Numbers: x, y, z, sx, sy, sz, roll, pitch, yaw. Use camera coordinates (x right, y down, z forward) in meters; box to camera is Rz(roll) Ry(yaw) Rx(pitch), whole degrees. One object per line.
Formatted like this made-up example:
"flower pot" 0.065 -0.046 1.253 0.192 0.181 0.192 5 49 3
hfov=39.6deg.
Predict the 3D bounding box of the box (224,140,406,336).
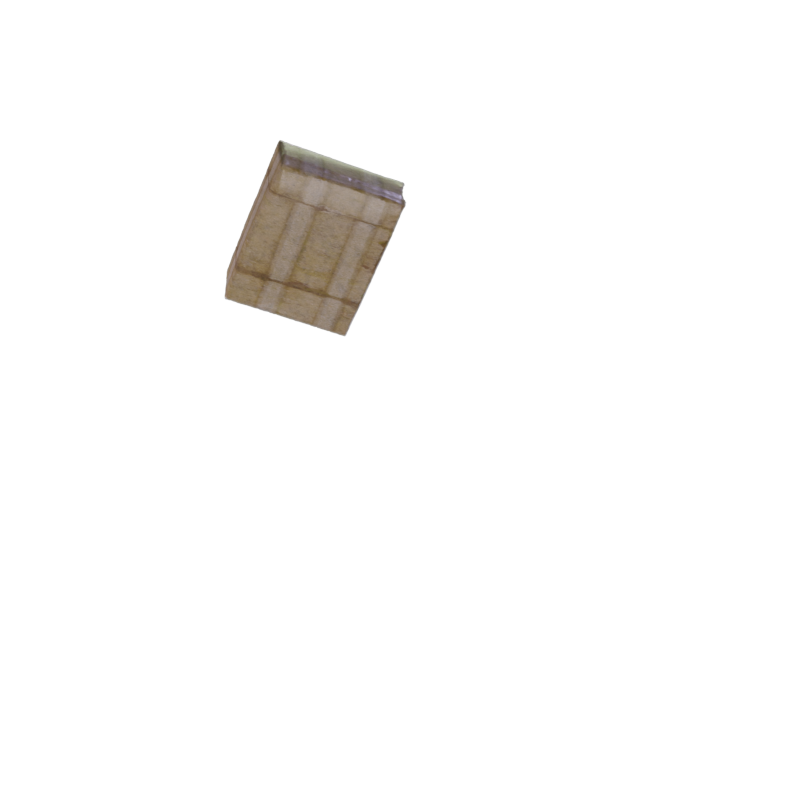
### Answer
"box" -0.058 -0.106 0.740 0.088 0.109 0.041 19 32 -13
